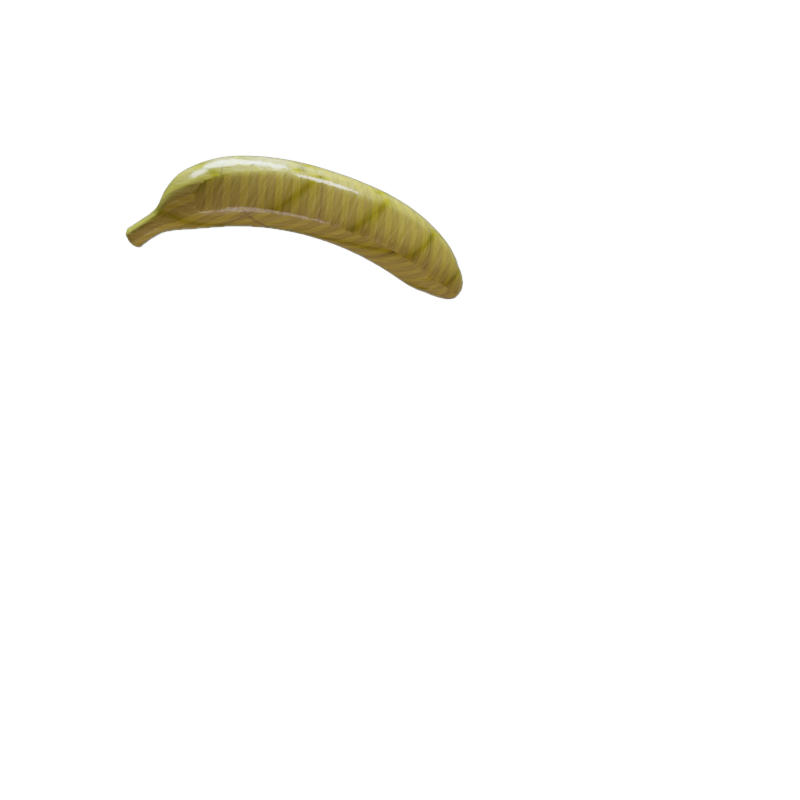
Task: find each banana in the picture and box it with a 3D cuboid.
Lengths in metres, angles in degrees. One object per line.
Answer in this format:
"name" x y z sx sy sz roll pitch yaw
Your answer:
"banana" -0.045 -0.097 0.604 0.192 0.039 0.067 10 -31 -18
